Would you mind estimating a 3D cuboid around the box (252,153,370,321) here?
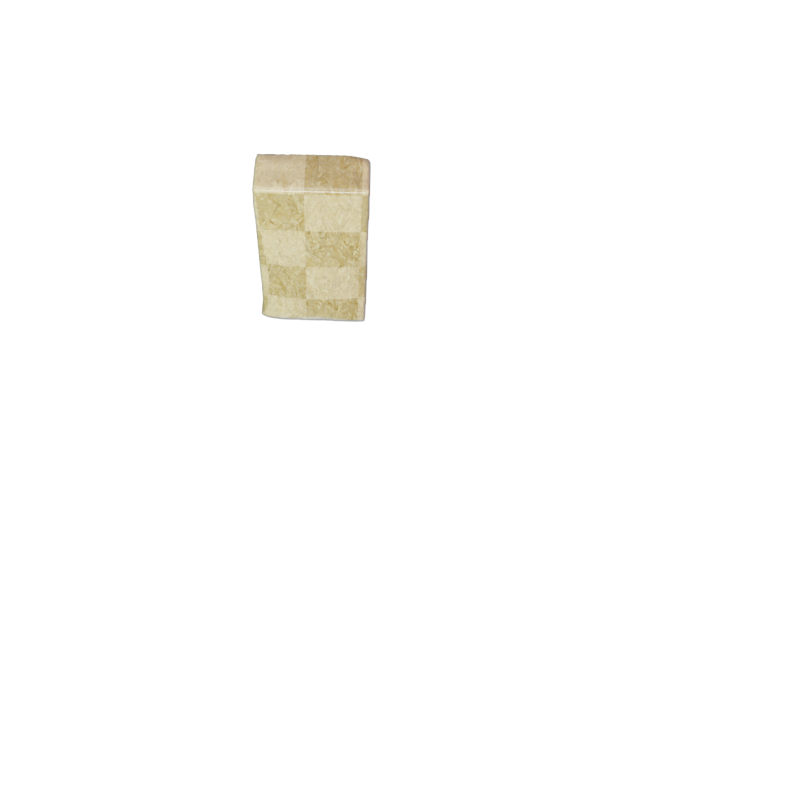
[{"bbox_3d":[-0.073,-0.133,0.929,0.093,0.051,0.165,3,-36,-1],"label":"box"}]
